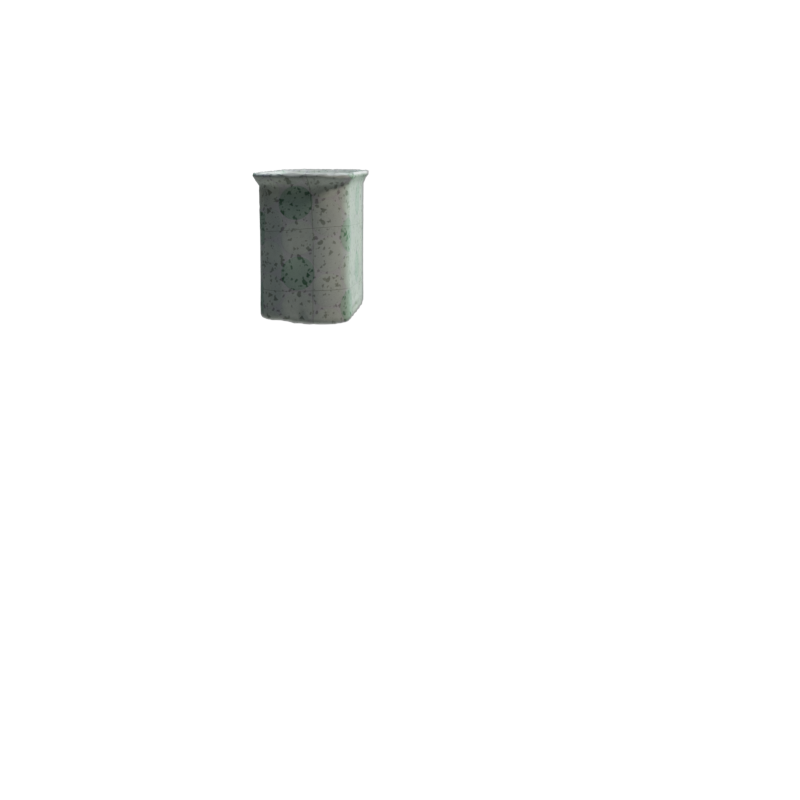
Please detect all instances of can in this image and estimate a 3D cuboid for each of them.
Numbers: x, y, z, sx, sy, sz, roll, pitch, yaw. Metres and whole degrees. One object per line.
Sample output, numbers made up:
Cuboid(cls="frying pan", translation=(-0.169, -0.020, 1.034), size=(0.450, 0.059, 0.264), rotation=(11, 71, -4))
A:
Cuboid(cls="can", translation=(-0.051, -0.093, 0.652), size=(0.058, 0.082, 0.103), rotation=(1, 10, 6))
